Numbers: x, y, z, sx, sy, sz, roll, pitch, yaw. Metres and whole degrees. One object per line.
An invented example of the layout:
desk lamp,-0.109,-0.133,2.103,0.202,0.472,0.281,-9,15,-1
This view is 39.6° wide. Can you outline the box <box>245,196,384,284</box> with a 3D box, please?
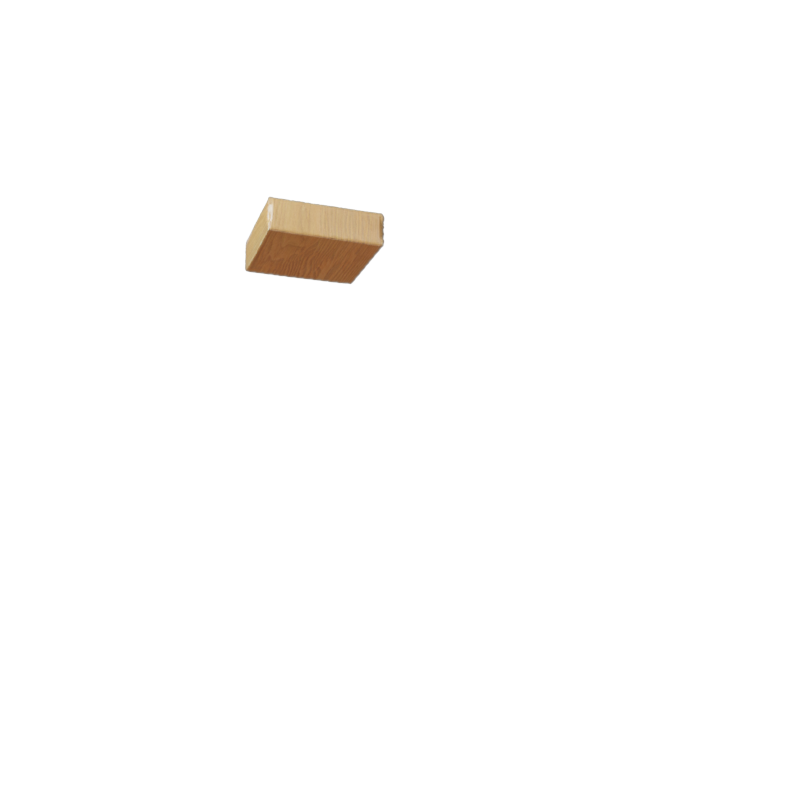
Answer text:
box,-0.064,-0.118,0.825,0.087,0.032,0.071,6,-21,-16
